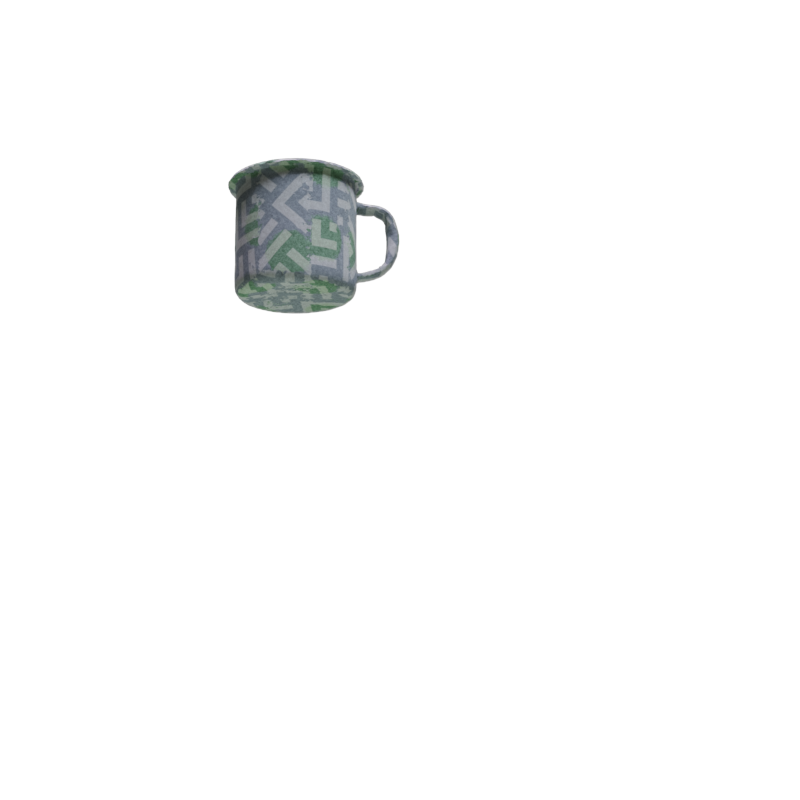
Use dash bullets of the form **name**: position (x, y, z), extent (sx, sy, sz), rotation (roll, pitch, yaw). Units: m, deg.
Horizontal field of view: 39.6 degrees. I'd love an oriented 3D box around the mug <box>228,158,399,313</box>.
- **mug**: position (-0.059, -0.107, 0.750), extent (0.116, 0.085, 0.091), rotation (2, -16, -10)
